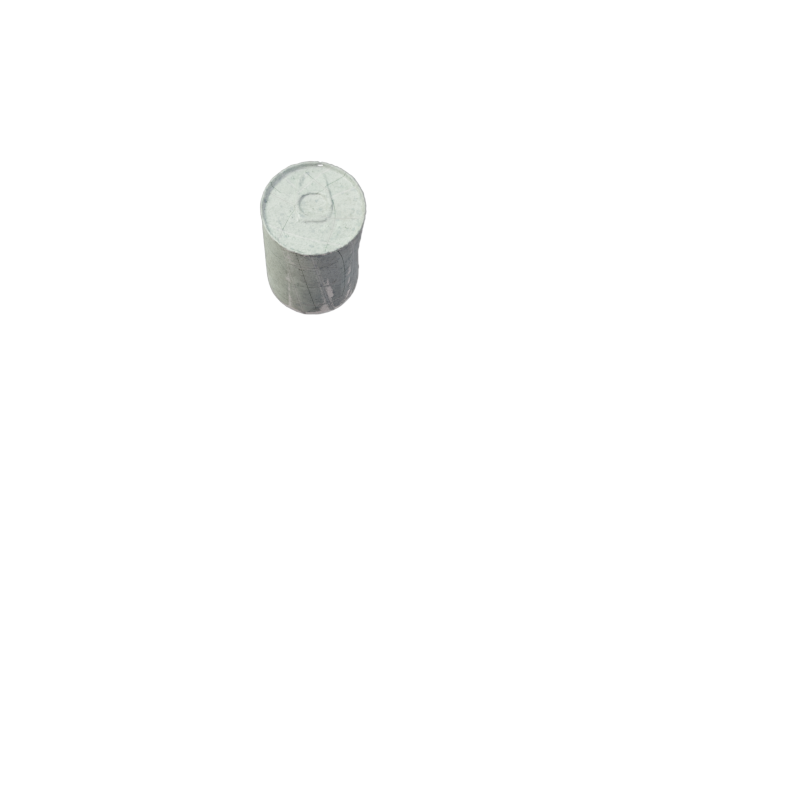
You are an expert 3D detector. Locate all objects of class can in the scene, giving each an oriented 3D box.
[{"bbox_3d":[-0.059,-0.107,0.750,0.068,0.072,0.097,0,-21,-3],"label":"can"}]
